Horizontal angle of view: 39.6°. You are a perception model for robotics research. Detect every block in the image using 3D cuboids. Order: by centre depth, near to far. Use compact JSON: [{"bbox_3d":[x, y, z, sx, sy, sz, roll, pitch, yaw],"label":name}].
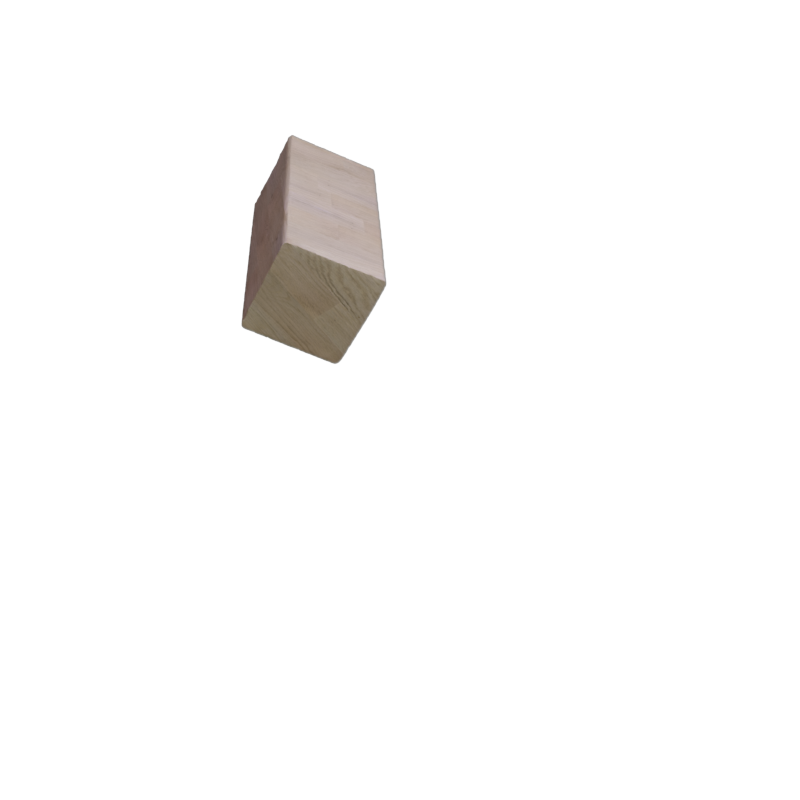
[{"bbox_3d":[-0.076,-0.137,0.964,0.088,0.087,0.220,21,31,-17],"label":"block"}]
